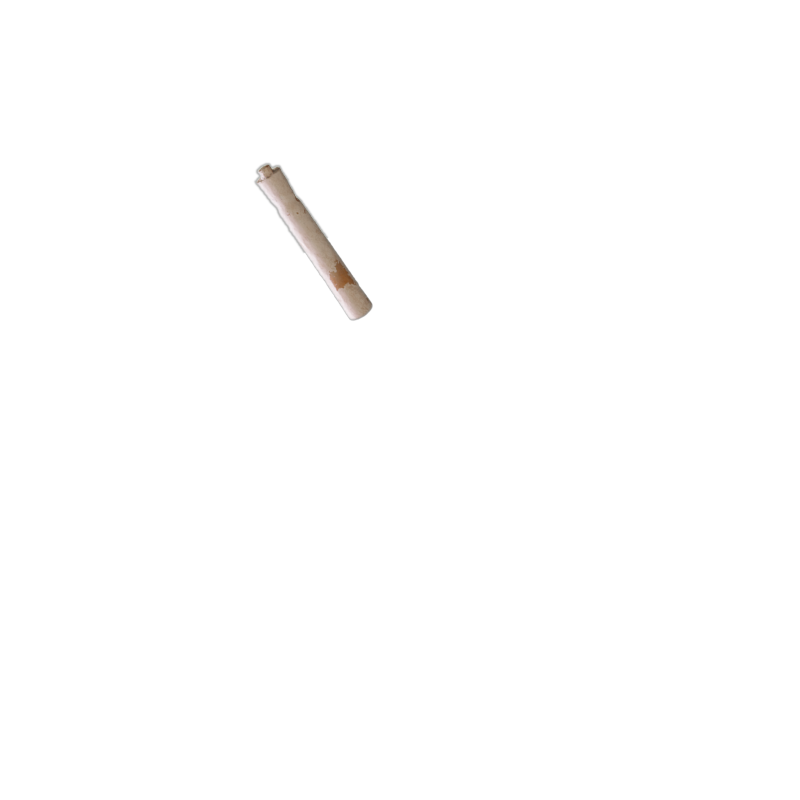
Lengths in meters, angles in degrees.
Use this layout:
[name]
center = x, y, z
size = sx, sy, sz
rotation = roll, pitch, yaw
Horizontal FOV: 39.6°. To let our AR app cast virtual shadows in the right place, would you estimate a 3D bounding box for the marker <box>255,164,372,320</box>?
[marker]
center = -0.057, -0.105, 0.732
size = 0.020, 0.116, 0.021
rotation = -31, 18, 11
